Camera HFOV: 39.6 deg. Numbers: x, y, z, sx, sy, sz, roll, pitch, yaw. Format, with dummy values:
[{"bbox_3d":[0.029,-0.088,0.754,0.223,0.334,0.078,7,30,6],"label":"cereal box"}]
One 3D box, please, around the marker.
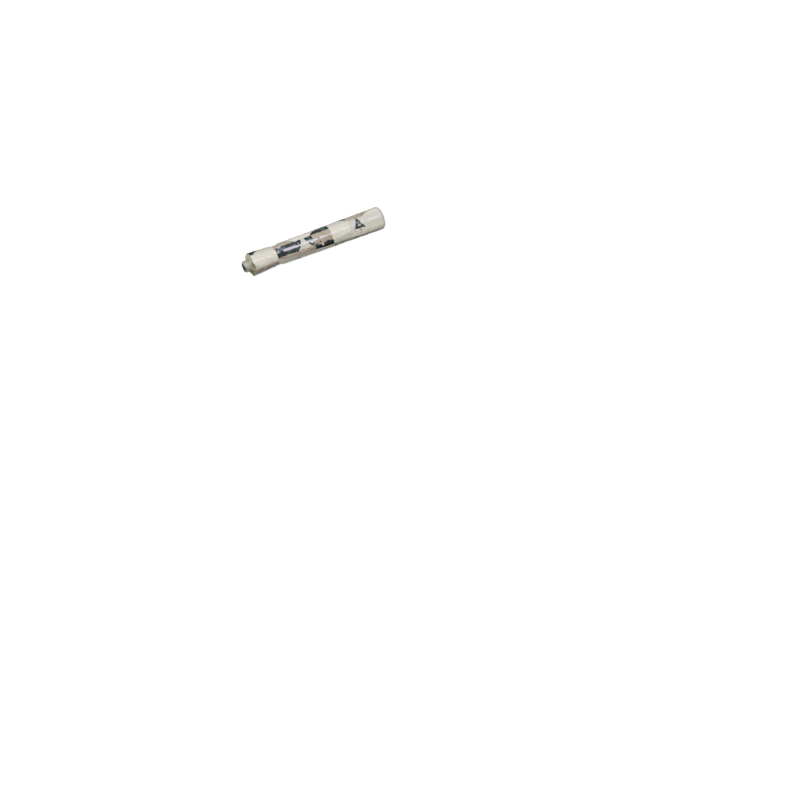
[{"bbox_3d":[-0.068,-0.124,0.871,0.120,0.019,0.020,-23,12,-20],"label":"marker"}]
